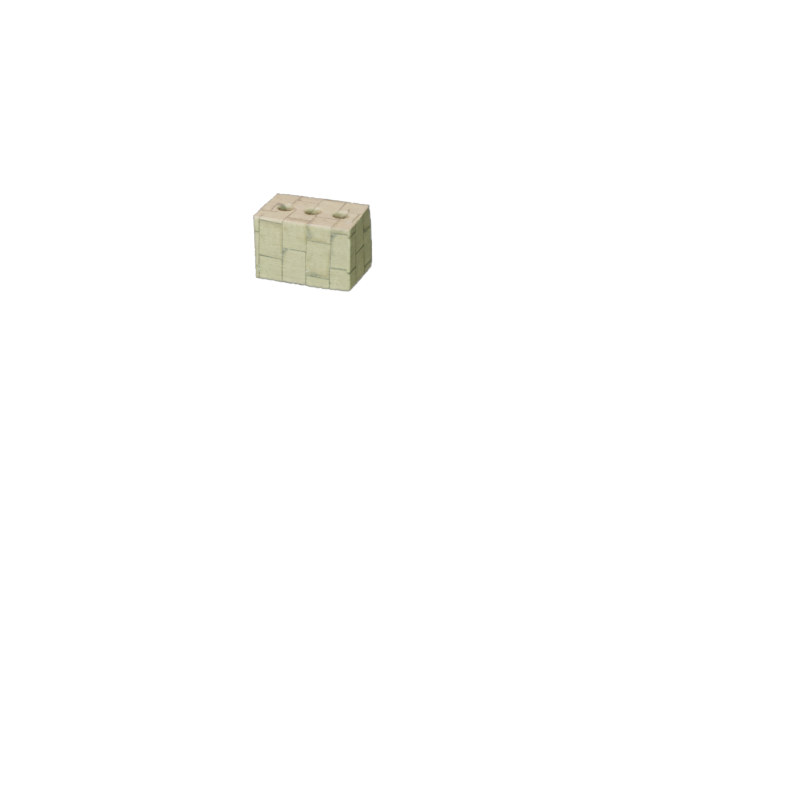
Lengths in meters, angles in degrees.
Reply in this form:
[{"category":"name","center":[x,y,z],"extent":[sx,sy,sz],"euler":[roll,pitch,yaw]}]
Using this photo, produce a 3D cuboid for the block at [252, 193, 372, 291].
[{"category":"block","center":[-0.065,-0.119,0.832],"extent":[0.080,0.049,0.054],"euler":[9,28,16]}]
